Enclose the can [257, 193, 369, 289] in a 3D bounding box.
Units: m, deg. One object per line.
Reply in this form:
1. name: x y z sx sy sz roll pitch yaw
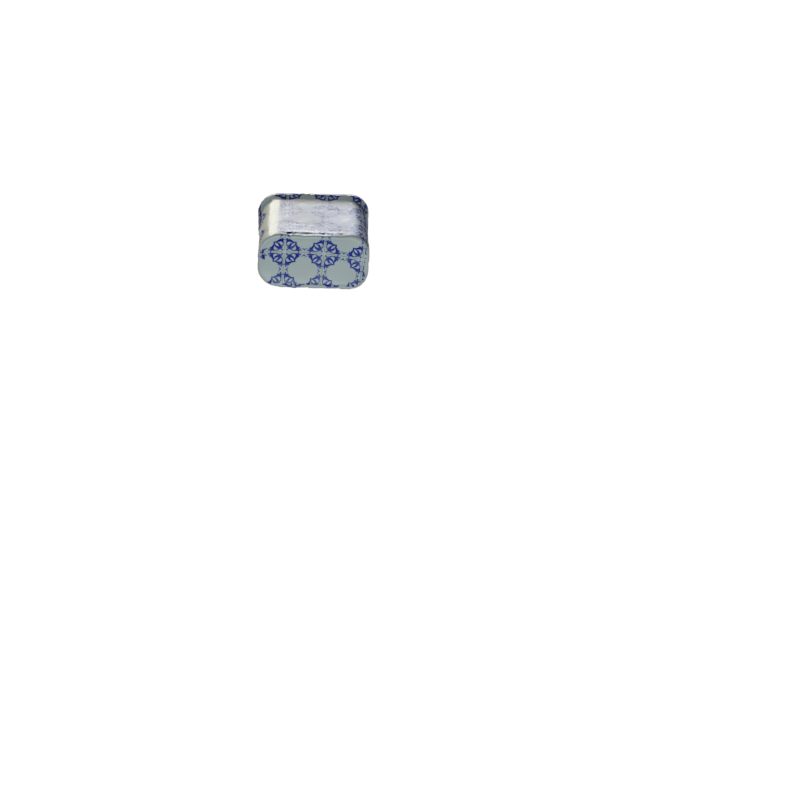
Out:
1. can: -0.077 -0.141 0.988 0.102 0.054 0.089 1 32 -2
